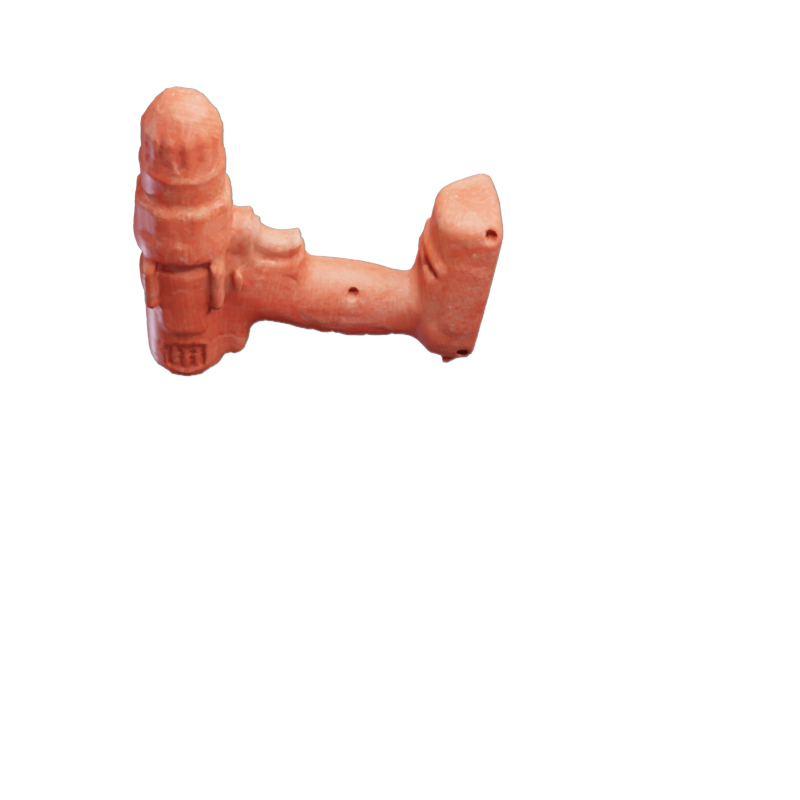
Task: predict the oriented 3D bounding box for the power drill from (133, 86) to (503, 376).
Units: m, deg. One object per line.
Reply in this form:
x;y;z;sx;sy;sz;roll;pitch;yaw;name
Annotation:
-0.046;-0.083;0.584;0.187;0.062;0.173;3;-41;-4;power drill
